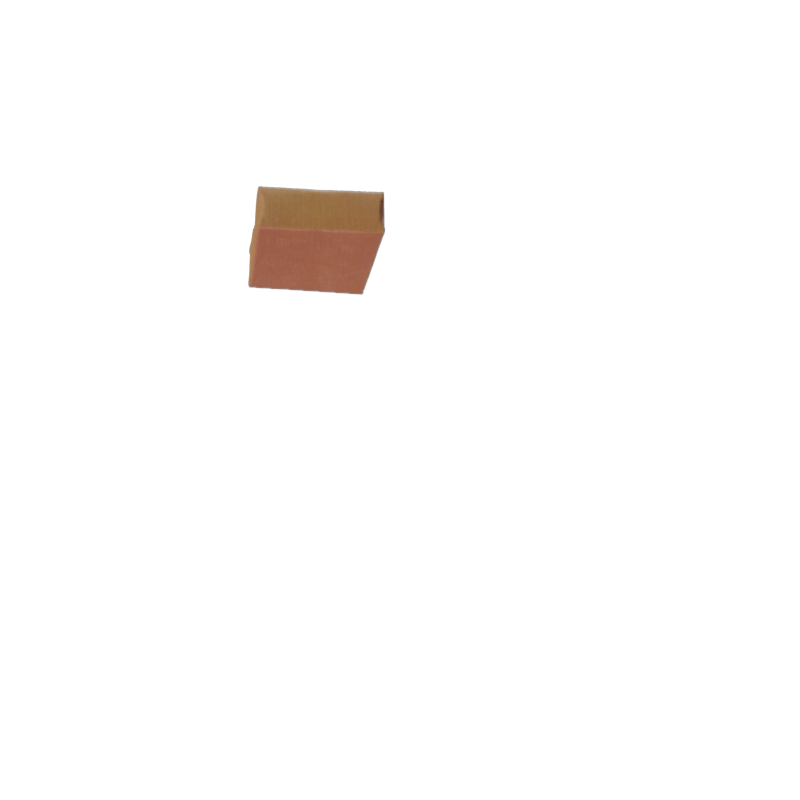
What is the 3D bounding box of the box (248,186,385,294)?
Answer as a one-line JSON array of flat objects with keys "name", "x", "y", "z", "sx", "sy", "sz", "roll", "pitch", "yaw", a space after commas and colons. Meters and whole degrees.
[{"name": "box", "x": -0.052, "y": -0.094, "z": 0.662, "sx": 0.072, "sy": 0.032, "sz": 0.086, "roll": 3, "pitch": -20, "yaw": -8}]
